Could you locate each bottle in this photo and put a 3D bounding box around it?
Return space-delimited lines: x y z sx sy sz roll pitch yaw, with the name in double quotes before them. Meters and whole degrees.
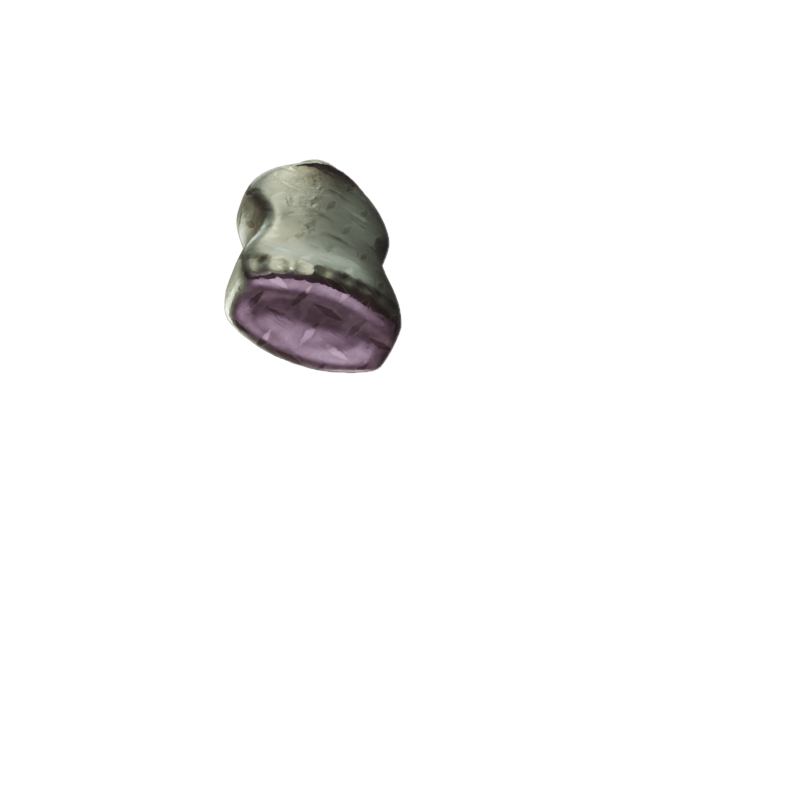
"bottle" -0.053 -0.097 0.676 0.094 0.056 0.204 16 32 -14
